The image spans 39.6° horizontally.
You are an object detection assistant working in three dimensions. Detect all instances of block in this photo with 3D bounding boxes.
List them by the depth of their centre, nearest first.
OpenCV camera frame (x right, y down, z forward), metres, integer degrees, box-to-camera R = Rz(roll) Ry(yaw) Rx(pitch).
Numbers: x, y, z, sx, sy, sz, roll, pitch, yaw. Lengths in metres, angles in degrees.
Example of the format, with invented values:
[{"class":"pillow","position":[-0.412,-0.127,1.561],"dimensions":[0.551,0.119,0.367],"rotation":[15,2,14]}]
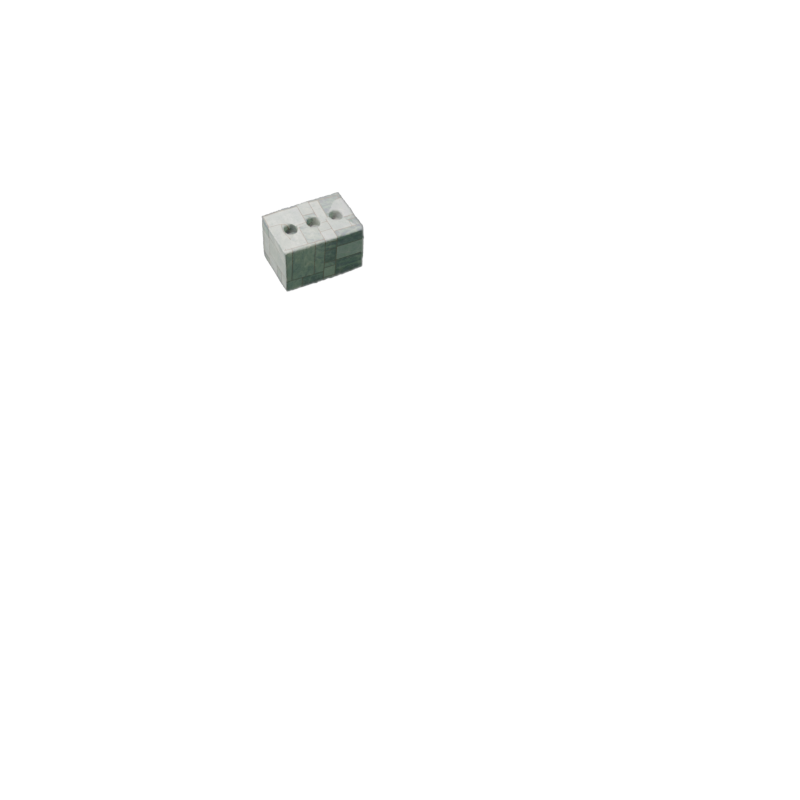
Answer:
[{"class":"block","position":[-0.077,-0.140,0.984],"dimensions":[0.077,0.057,0.048],"rotation":[-21,-38,-18]}]
